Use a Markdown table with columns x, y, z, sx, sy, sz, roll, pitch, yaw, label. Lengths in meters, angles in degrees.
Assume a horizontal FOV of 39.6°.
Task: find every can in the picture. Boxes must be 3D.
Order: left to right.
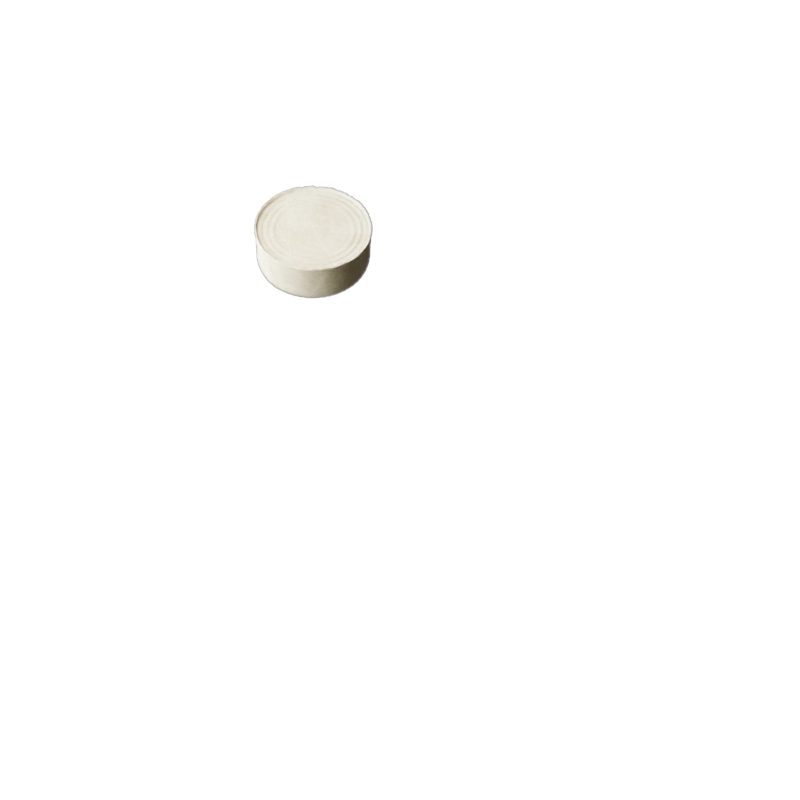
| x | y | z | sx | sy | sz | roll | pitch | yaw | label |
| --- | --- | --- | --- | --- | --- | --- | --- | --- | --- |
| -0.064 | -0.116 | 0.812 | 0.086 | 0.092 | 0.031 | -1 | -40 | -1 | can |
